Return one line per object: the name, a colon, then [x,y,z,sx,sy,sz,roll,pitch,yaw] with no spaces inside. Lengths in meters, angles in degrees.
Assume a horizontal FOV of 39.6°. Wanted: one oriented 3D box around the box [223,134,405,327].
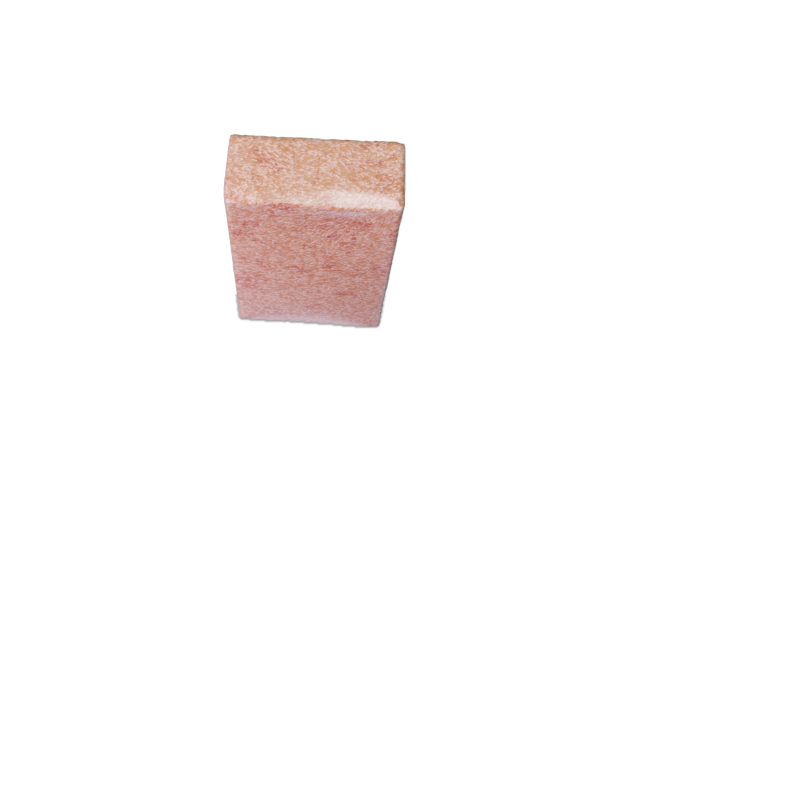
box: [-0.050,-0.091,0.636,0.093,0.050,0.169,3,-15,-3]
